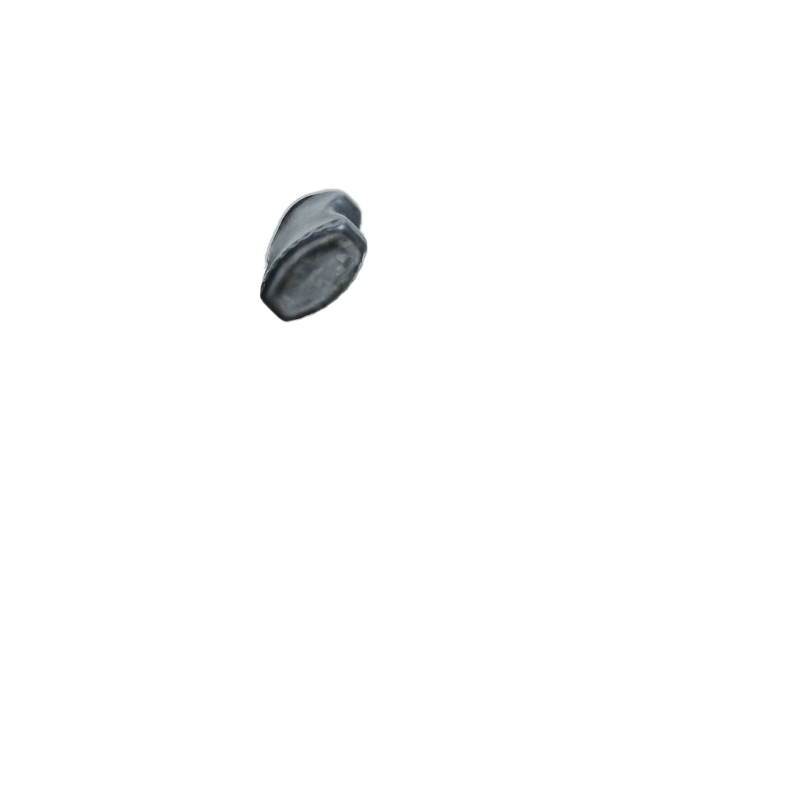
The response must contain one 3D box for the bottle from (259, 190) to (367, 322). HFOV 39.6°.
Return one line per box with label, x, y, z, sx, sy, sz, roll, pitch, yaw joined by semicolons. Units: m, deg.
bottle;-0.076;-0.140;0.981;0.095;0.056;0.201;-42;20;13
